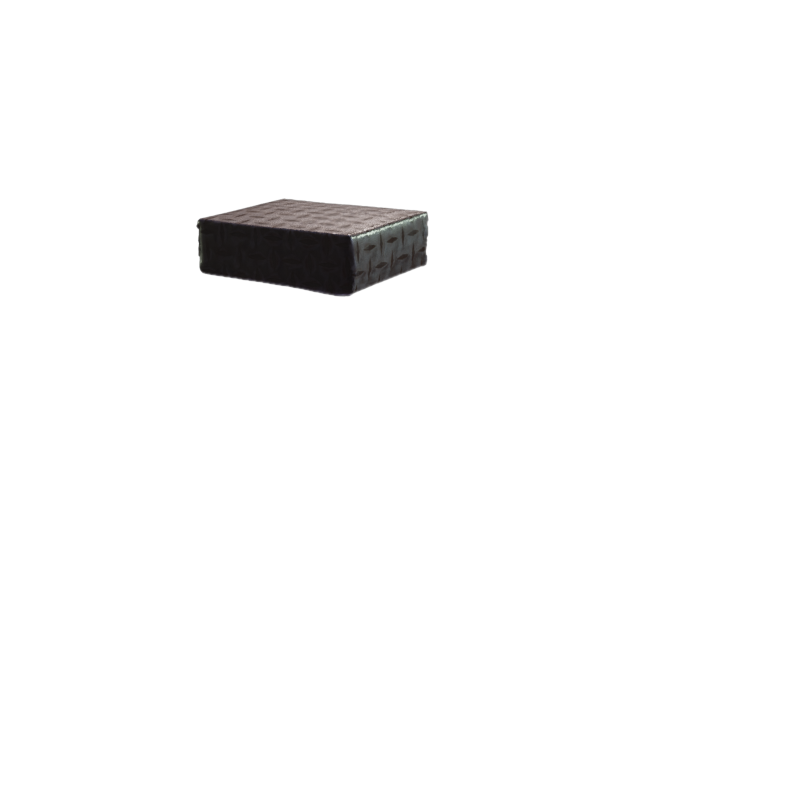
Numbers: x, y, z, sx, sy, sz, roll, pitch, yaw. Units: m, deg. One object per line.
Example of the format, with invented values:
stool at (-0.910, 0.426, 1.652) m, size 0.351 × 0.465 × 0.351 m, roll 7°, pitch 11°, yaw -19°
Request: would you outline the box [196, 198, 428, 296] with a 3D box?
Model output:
box at (-0.053, -0.096, 0.673) m, size 0.119 × 0.037 × 0.089 m, roll 13°, pitch 23°, yaw 30°
